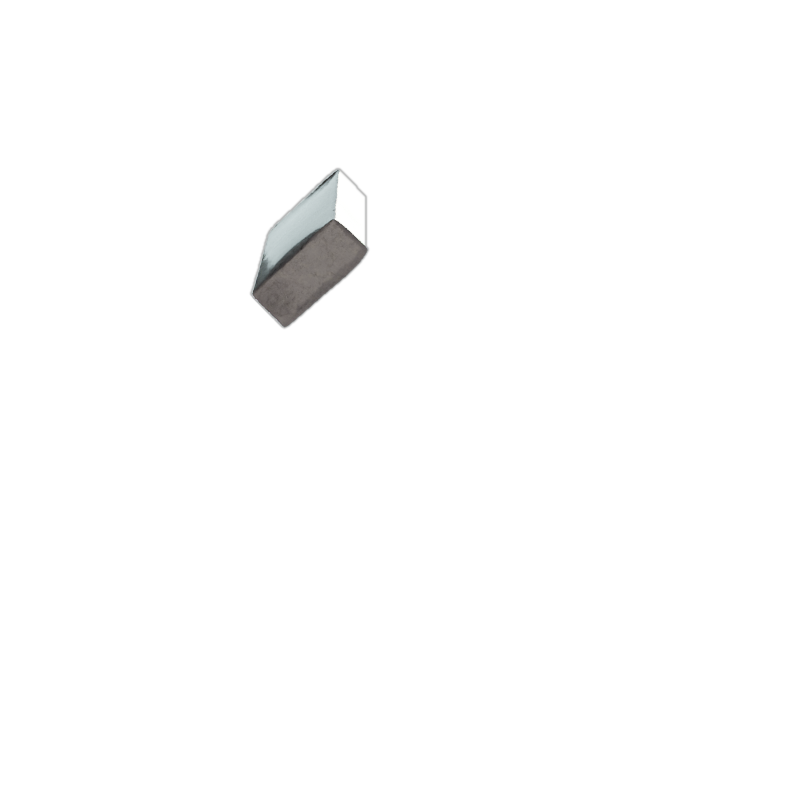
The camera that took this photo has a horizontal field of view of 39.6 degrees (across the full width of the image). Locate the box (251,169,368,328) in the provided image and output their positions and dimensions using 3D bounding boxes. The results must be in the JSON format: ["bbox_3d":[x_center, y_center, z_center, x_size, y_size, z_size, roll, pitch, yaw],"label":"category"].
[{"bbox_3d":[-0.074,-0.134,0.935,0.093,0.046,0.185,-40,21,13],"label":"box"}]
